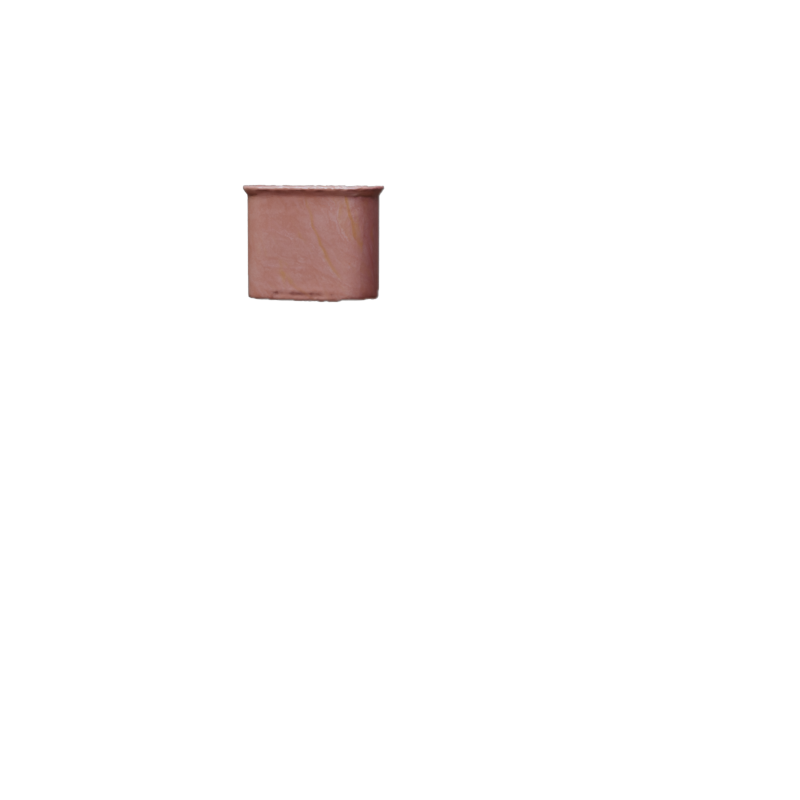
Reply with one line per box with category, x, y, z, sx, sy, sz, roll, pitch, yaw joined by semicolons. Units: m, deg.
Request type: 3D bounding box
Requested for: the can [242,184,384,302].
can;-0.064;-0.117;0.822;0.104;0.083;0.057;3;7;16
